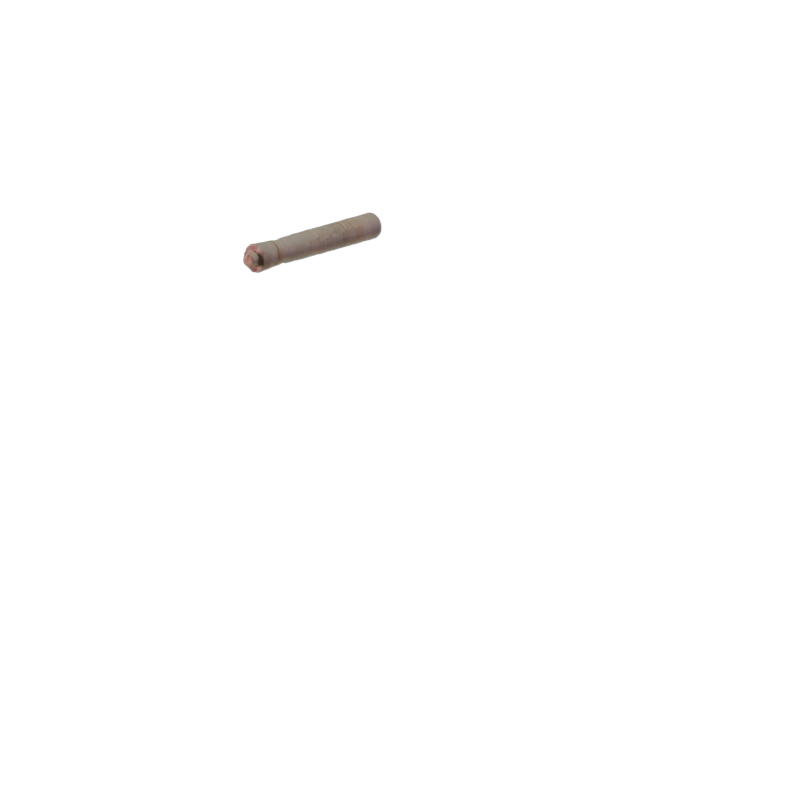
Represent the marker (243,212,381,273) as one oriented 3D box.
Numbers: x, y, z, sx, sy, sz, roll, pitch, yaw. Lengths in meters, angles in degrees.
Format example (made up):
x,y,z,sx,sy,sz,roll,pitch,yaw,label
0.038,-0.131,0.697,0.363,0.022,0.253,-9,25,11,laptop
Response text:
x,y,z,sx,sy,sz,roll,pitch,yaw,label
-0.057,-0.105,0.734,0.021,0.019,0.119,3,19,41,marker
